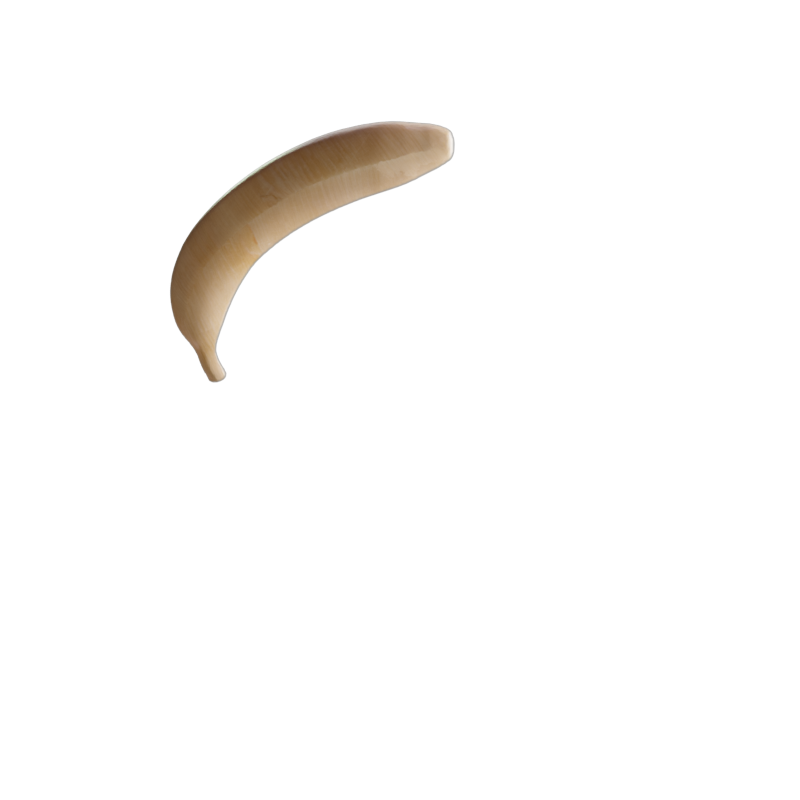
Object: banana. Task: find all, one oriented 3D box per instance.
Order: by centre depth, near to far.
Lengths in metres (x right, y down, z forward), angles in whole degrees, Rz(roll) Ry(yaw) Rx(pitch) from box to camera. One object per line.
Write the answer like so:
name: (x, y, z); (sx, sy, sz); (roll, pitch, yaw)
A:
banana: (-0.062, -0.089, 0.573); (0.066, 0.039, 0.195); (35, -59, -26)
